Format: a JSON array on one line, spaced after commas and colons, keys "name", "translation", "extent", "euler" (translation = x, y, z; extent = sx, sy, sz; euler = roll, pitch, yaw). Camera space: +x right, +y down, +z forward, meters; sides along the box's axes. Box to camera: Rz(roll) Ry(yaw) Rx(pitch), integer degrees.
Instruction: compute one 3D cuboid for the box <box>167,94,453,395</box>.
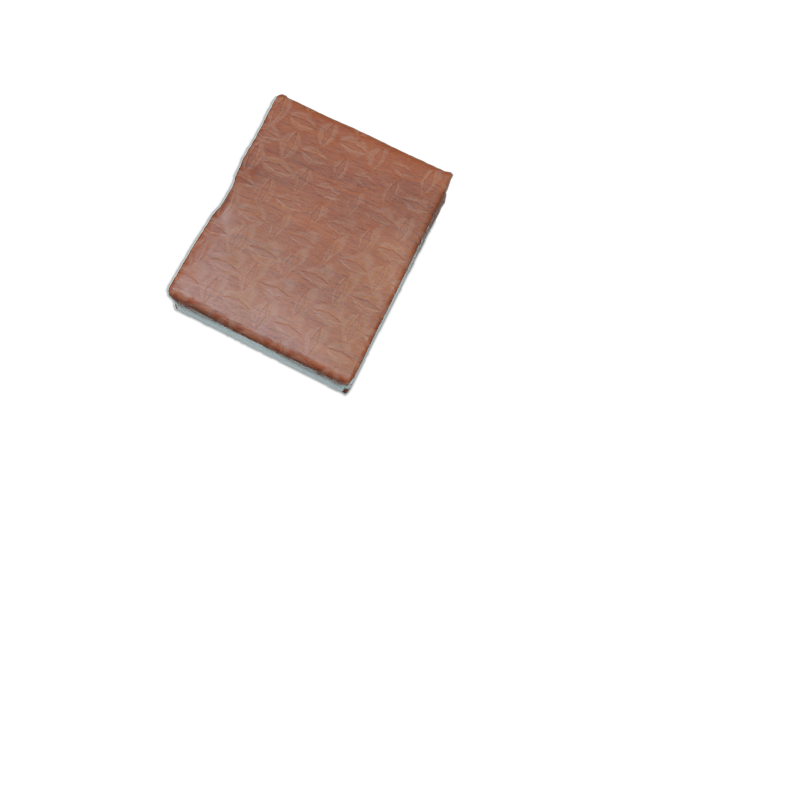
[{"name": "box", "translation": [-0.032, -0.058, 0.408], "extent": [0.074, 0.091, 0.029], "euler": [26, -15, 6]}]
